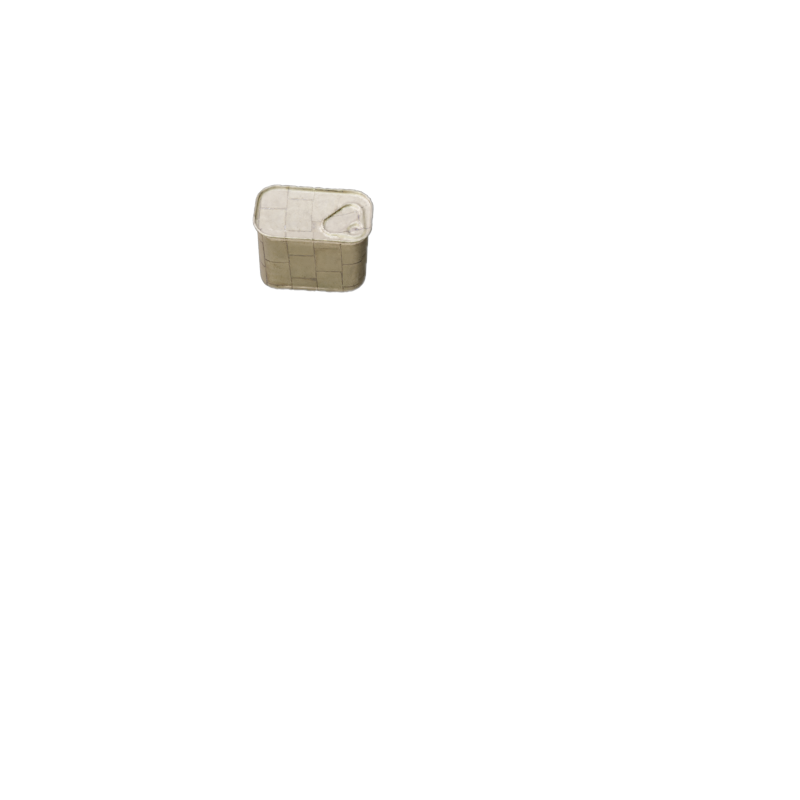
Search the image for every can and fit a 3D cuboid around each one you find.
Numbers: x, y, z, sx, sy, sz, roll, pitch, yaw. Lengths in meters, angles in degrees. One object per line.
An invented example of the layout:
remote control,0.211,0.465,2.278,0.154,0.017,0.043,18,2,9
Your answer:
can,-0.076,-0.139,0.976,0.102,0.061,0.078,4,-33,1
